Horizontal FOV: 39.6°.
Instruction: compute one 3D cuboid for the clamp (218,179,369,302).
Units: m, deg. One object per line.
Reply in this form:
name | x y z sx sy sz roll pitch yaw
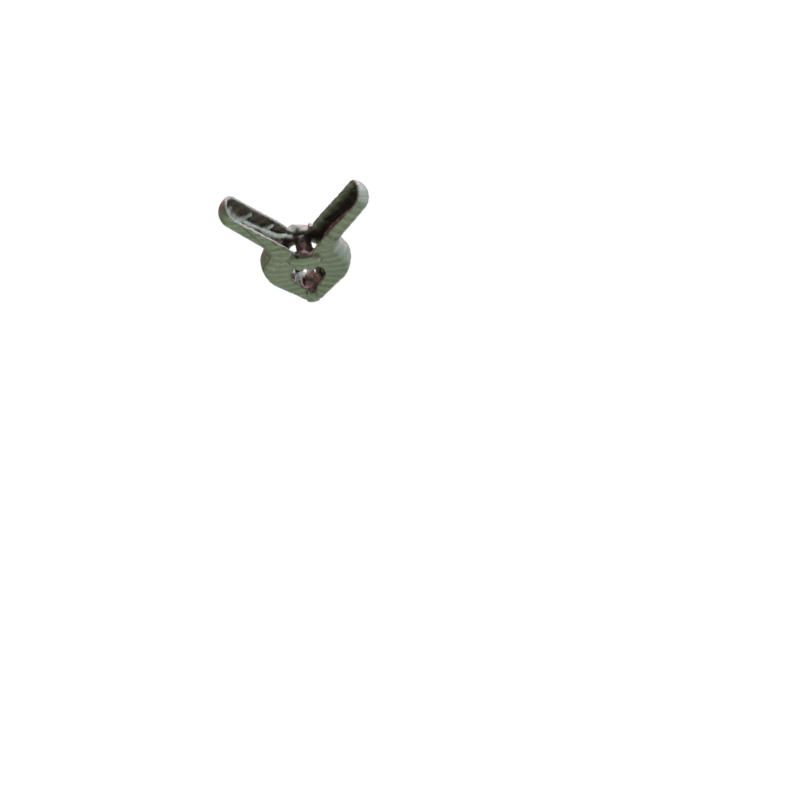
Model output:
clamp | -0.074 -0.135 0.944 0.122 0.041 0.161 -4 -20 11
